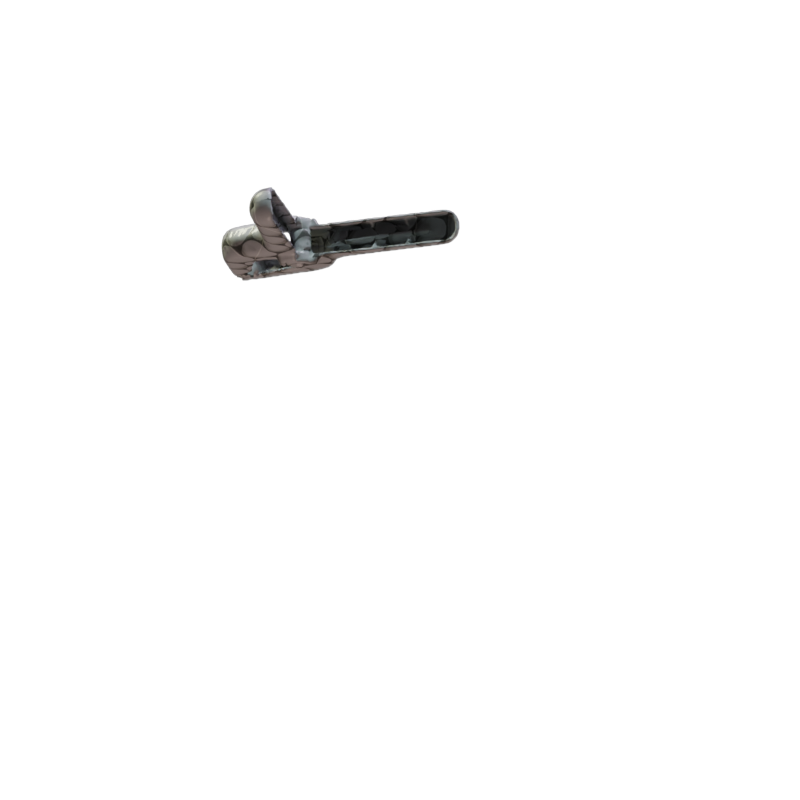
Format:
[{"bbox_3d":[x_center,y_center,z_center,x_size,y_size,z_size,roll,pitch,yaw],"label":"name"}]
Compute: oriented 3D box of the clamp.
[{"bbox_3d":[-0.066,-0.121,0.849,0.159,0.037,0.212,2,-5,-25],"label":"clamp"}]
